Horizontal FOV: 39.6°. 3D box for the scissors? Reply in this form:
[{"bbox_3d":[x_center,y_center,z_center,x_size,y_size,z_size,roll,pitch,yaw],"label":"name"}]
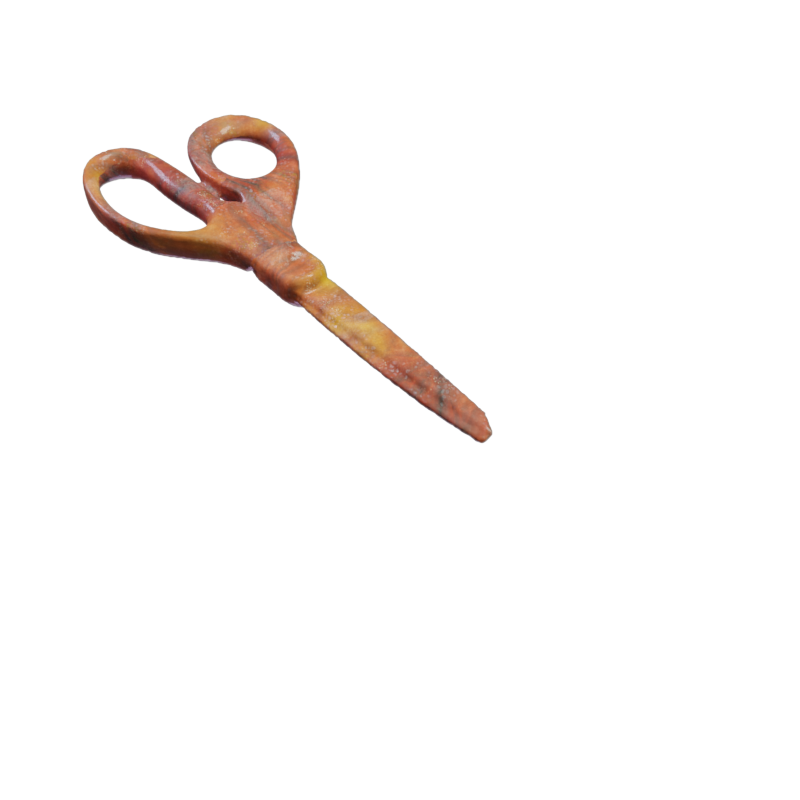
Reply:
[{"bbox_3d":[-0.033,-0.061,0.425,0.212,0.015,0.098,27,51,24],"label":"scissors"}]
